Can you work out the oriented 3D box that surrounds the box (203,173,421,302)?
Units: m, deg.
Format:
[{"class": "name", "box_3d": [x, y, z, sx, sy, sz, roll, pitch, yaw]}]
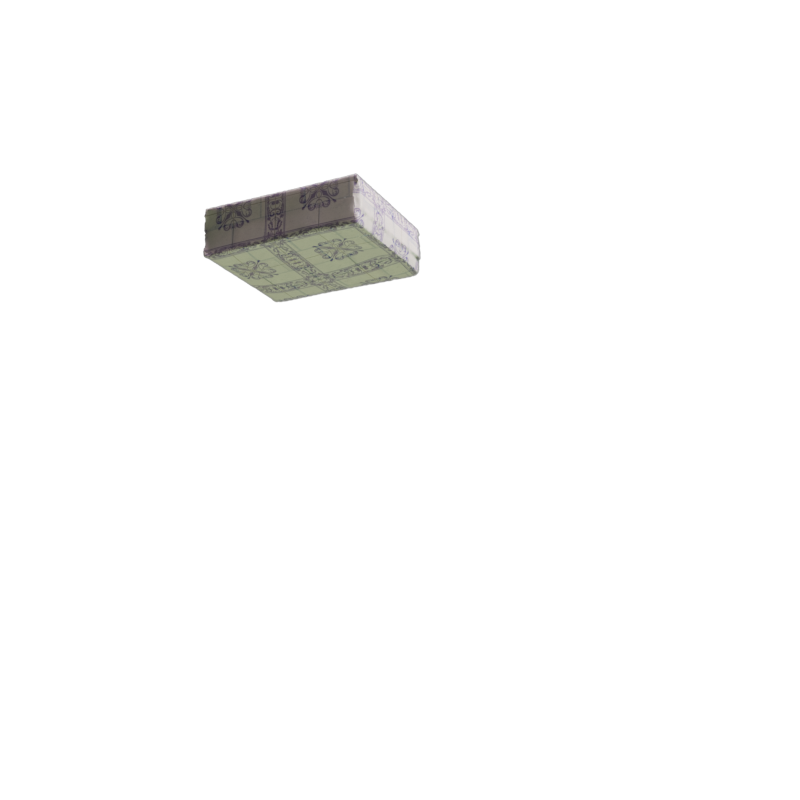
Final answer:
[{"class": "box", "box_3d": [-0.056, -0.101, 0.711, 0.115, 0.041, 0.084, -10, -22, 25]}]
